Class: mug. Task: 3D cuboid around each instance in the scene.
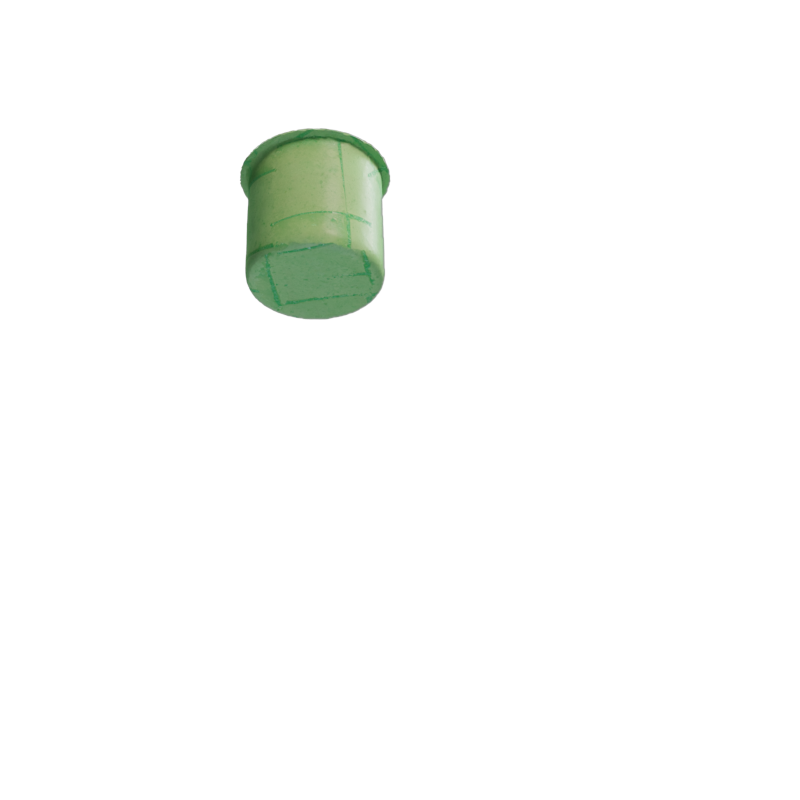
[{"bbox_3d":[-0.053,-0.096,0.674,0.092,0.087,0.110,3,-33,-7],"label":"mug"}]
